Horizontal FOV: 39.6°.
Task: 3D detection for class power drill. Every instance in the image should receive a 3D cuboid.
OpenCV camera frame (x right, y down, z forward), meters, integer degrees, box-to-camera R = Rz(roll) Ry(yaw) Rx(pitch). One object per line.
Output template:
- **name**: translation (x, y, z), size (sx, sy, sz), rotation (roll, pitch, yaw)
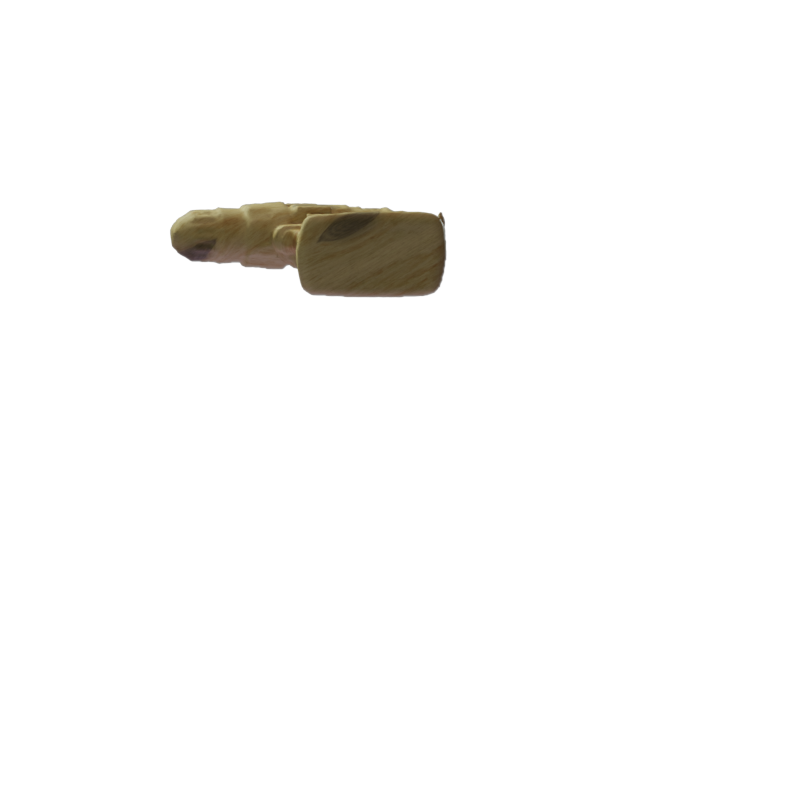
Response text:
- **power drill**: translation (-0.063, -0.114, 0.800), size (0.181, 0.056, 0.196), rotation (-5, 15, -18)
